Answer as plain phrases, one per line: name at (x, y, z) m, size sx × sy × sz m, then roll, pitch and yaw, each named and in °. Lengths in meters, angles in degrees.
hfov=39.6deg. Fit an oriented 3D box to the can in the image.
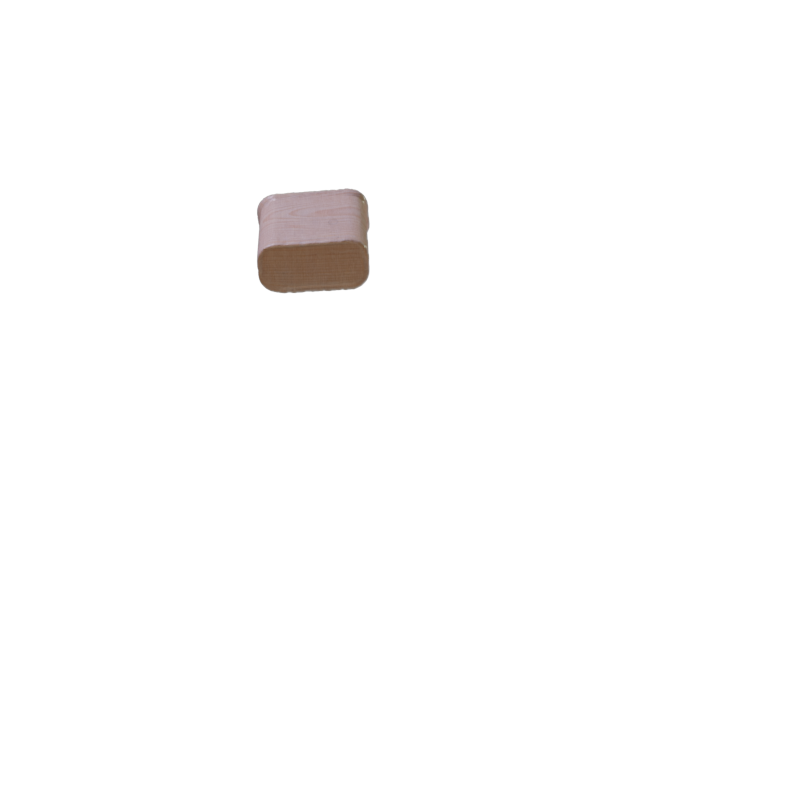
can at (-0.077, -0.140, 0.982) m, size 0.102 × 0.054 × 0.090 m, roll -4°, pitch 37°, yaw 1°
